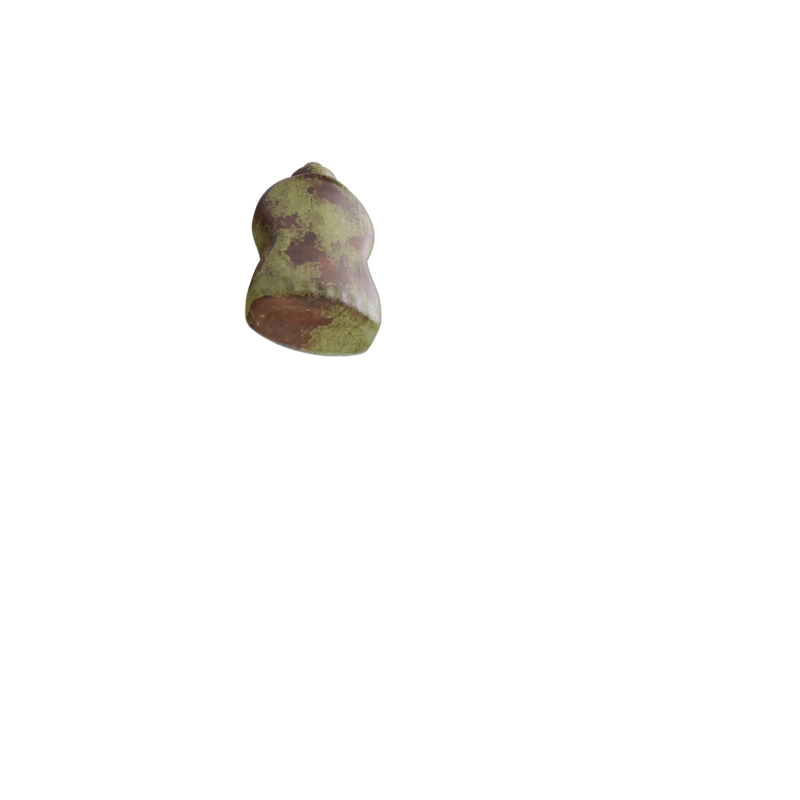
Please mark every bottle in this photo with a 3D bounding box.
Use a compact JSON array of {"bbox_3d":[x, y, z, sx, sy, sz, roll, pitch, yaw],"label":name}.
[{"bbox_3d":[-0.067,-0.121,0.853,0.094,0.055,0.206,10,42,-13],"label":"bottle"}]
